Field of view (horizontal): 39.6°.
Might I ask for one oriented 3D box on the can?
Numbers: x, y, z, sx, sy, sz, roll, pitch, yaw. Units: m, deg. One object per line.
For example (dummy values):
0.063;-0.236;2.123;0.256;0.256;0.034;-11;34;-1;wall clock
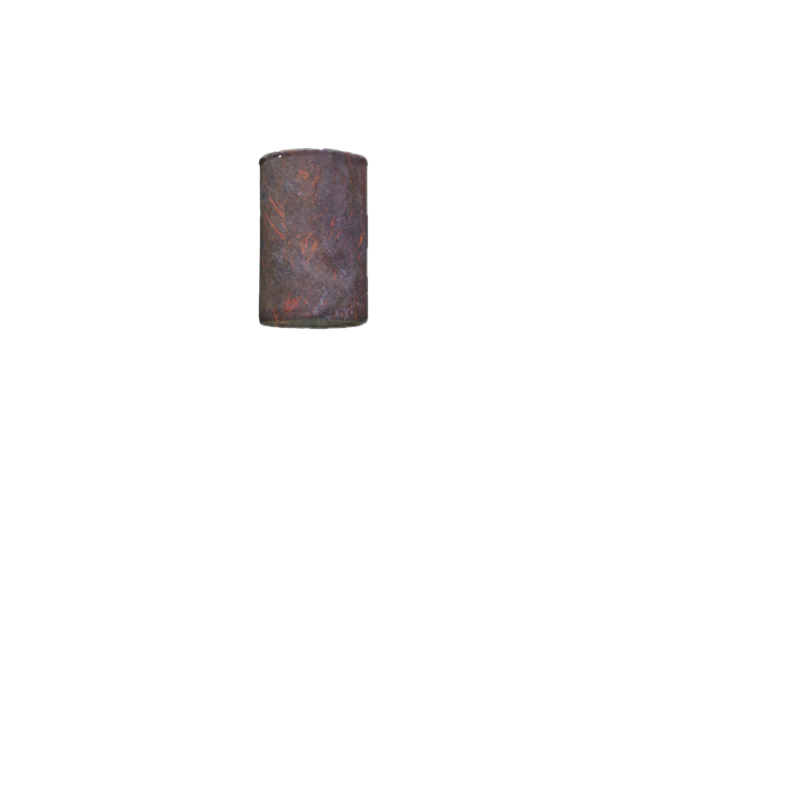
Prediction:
-0.053;-0.097;0.679;0.068;0.104;0.067;0;-6;-2;can
